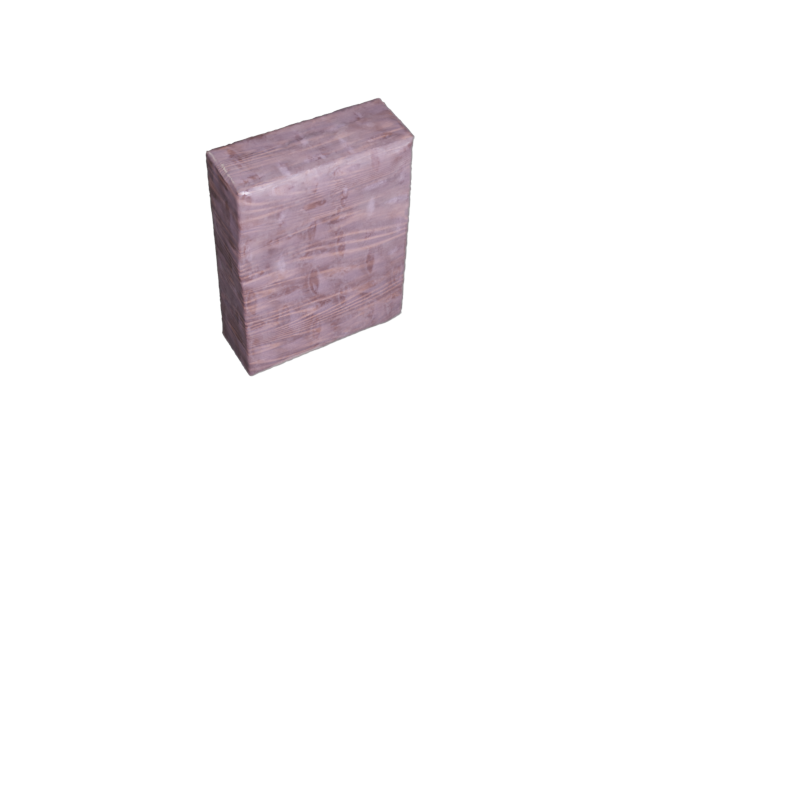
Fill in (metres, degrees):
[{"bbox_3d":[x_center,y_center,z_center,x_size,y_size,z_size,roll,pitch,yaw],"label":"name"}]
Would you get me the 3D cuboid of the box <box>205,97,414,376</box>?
[{"bbox_3d":[-0.075,-0.137,0.963,0.163,0.199,0.078,-22,52,-22],"label":"box"}]
